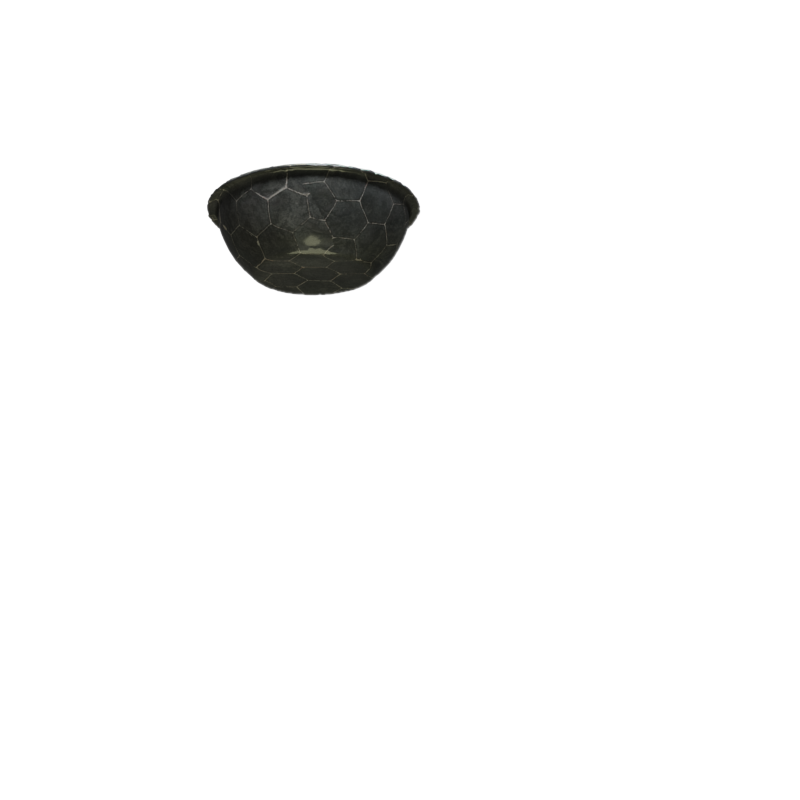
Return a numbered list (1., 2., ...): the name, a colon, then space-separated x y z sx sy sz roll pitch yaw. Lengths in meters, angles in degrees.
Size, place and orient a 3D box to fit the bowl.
1. bowl: -0.065 -0.119 0.835 0.162 0.057 0.155 0 -16 -2
